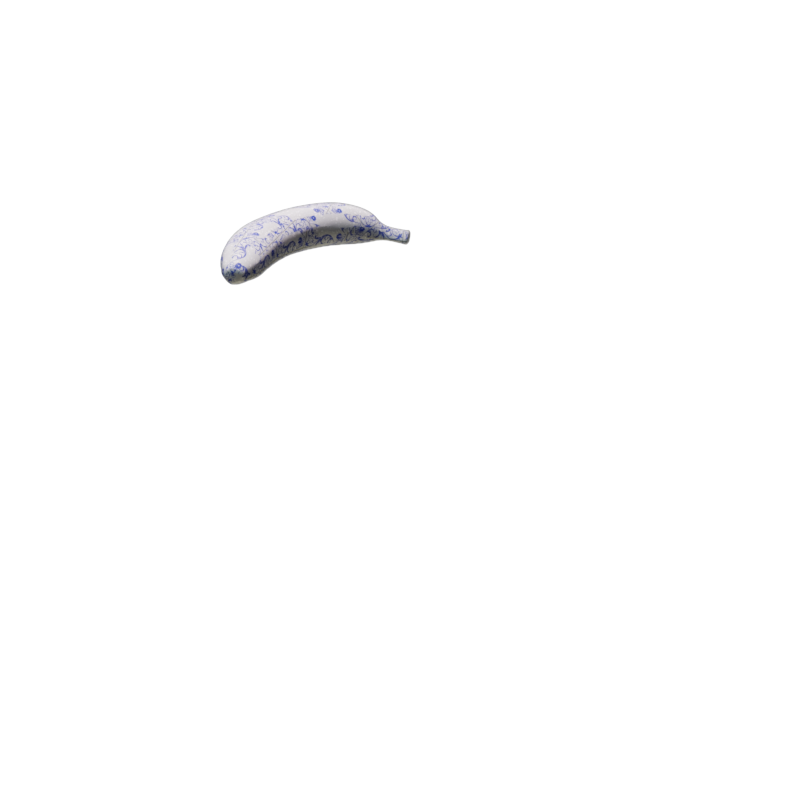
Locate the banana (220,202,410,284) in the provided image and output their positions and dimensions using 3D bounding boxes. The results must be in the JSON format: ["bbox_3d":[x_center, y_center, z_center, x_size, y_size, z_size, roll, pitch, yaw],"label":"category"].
[{"bbox_3d":[-0.078,-0.127,0.859,0.073,0.035,0.195,17,27,38],"label":"banana"}]
